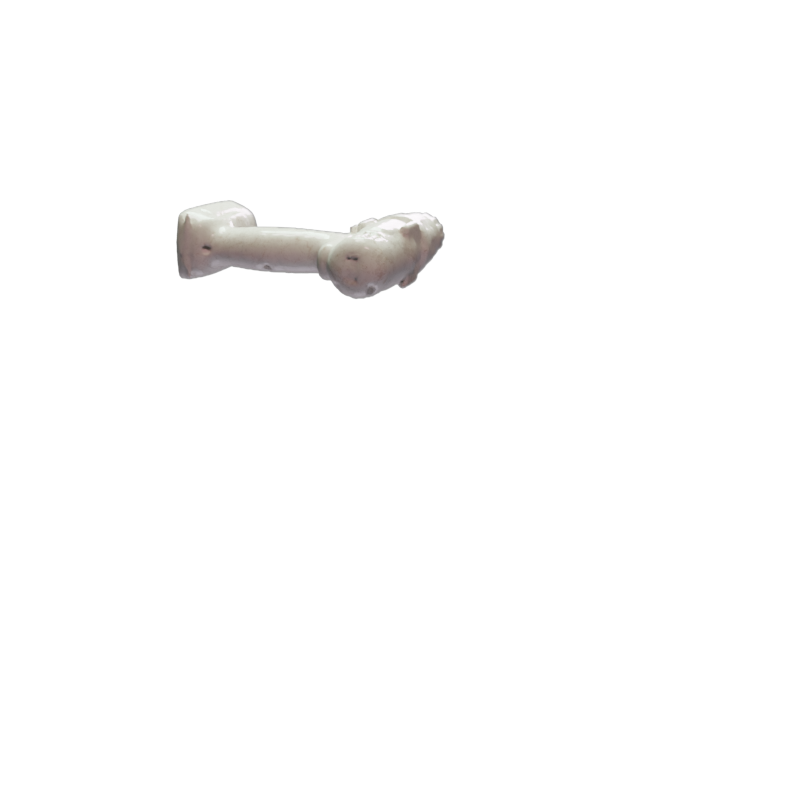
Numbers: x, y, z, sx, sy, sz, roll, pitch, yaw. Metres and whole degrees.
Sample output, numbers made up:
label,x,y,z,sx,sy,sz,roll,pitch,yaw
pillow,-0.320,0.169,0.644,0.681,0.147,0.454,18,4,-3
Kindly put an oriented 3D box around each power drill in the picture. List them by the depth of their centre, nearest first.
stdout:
label,x,y,z,sx,sy,sz,roll,pitch,yaw
power drill,-0.069,-0.127,0.887,0.193,0.056,0.184,5,16,19
